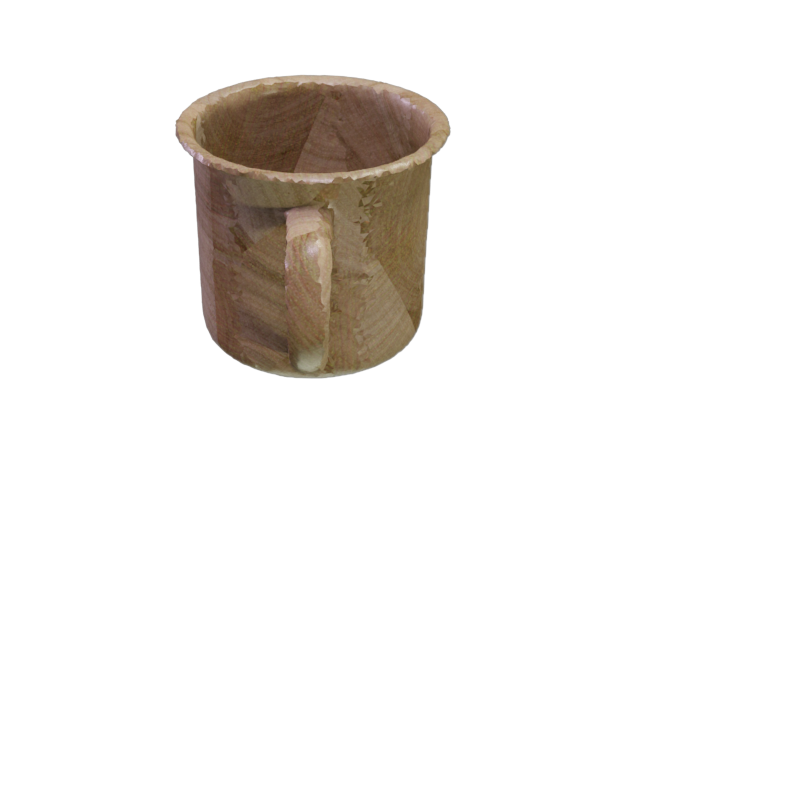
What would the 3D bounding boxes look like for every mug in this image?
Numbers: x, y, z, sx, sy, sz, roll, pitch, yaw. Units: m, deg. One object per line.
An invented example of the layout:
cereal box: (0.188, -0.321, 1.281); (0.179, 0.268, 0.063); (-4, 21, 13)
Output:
mug: (-0.030, -0.055, 0.385); (0.093, 0.077, 0.125); (-1, 33, -4)
